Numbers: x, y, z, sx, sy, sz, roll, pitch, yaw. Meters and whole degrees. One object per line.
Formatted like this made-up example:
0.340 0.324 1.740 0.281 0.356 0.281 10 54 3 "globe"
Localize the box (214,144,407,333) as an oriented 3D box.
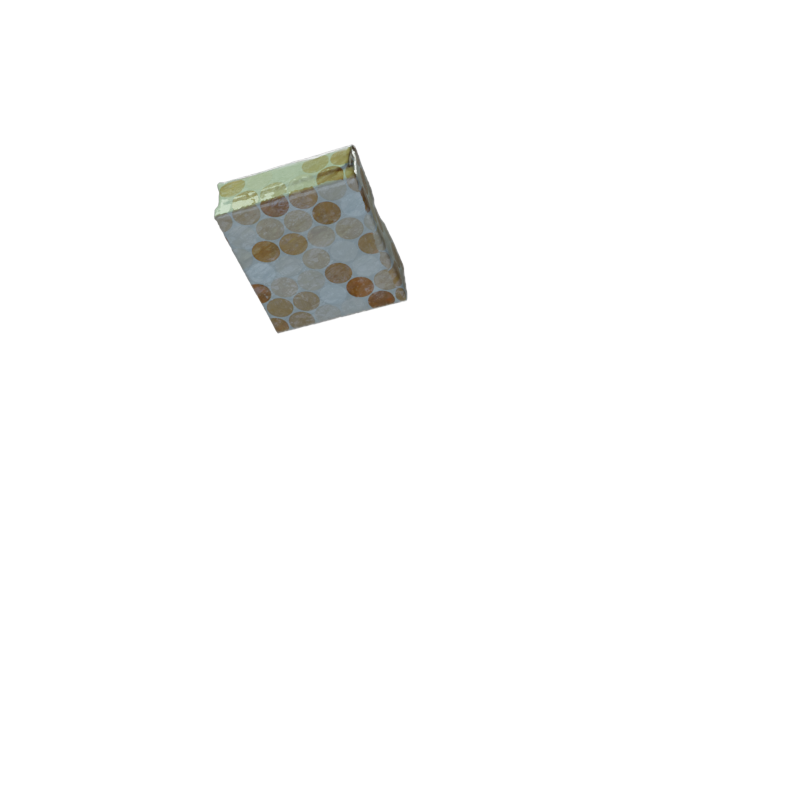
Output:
-0.044 -0.080 0.563 0.074 0.082 0.032 -14 42 12 "box"
